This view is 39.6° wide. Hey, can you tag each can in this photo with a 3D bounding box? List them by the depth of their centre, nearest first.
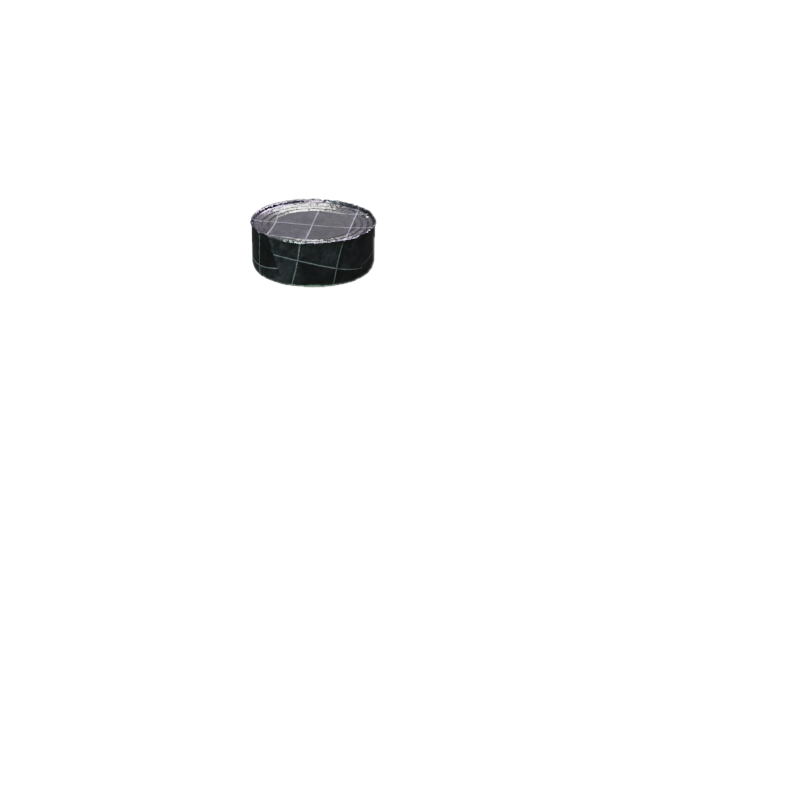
[{"bbox_3d":[-0.060,-0.109,0.760,0.086,0.032,0.091,-1,28,-2],"label":"can"}]
